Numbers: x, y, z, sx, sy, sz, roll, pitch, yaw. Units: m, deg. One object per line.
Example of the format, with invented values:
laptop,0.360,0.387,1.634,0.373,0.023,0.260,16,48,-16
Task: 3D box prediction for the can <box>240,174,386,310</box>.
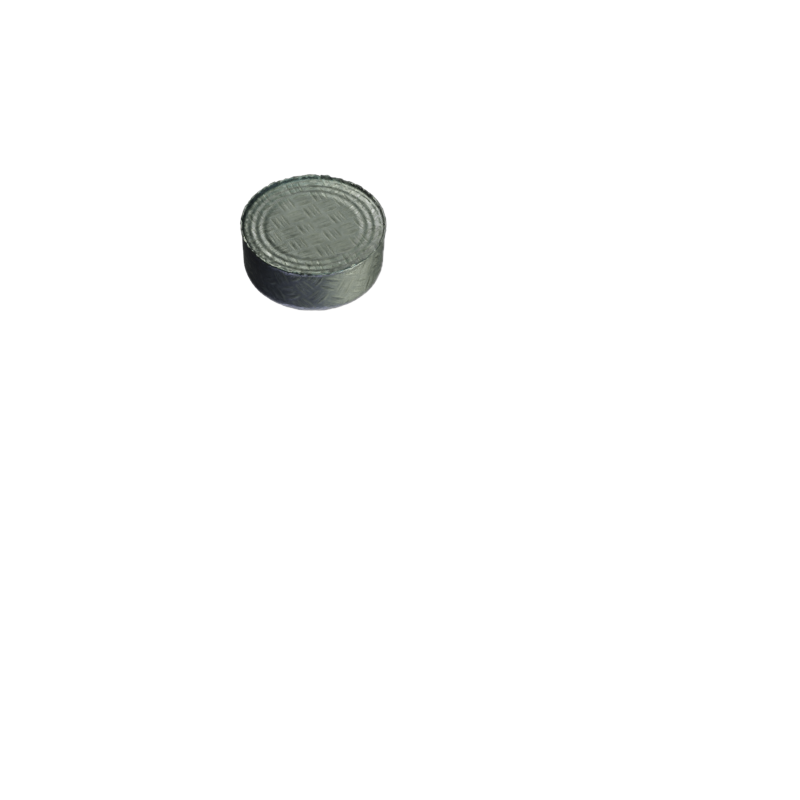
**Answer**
can,-0.052,-0.094,0.659,0.086,0.092,0.031,-1,-42,-1
